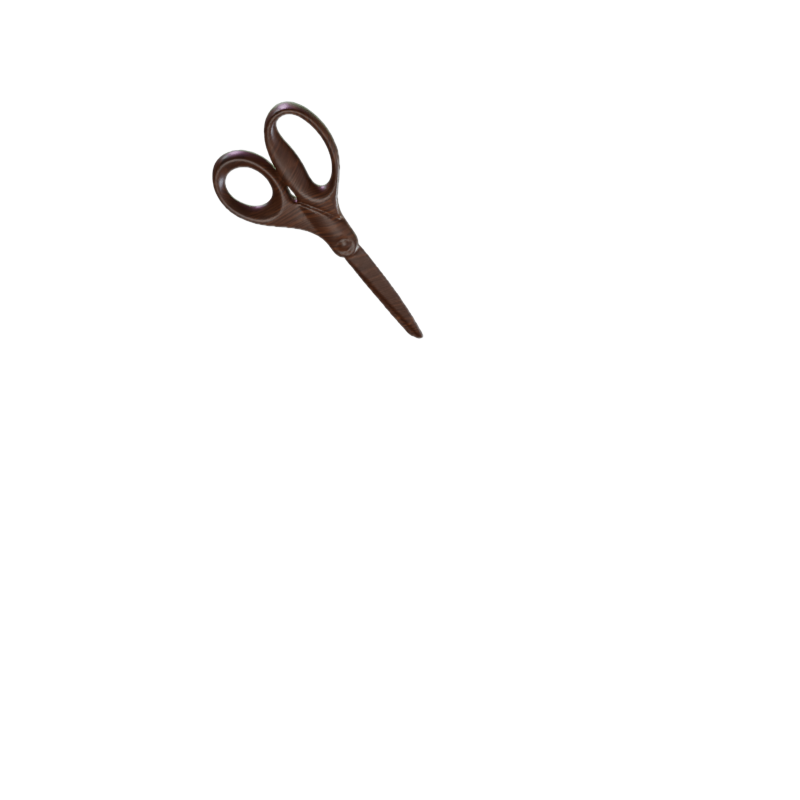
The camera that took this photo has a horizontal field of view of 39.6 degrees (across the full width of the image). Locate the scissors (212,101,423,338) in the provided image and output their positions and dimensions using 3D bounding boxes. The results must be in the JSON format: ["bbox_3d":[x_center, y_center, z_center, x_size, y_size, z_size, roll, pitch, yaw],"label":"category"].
[{"bbox_3d":[-0.060,-0.109,0.766,0.097,0.189,0.017,-17,27,9],"label":"scissors"}]
